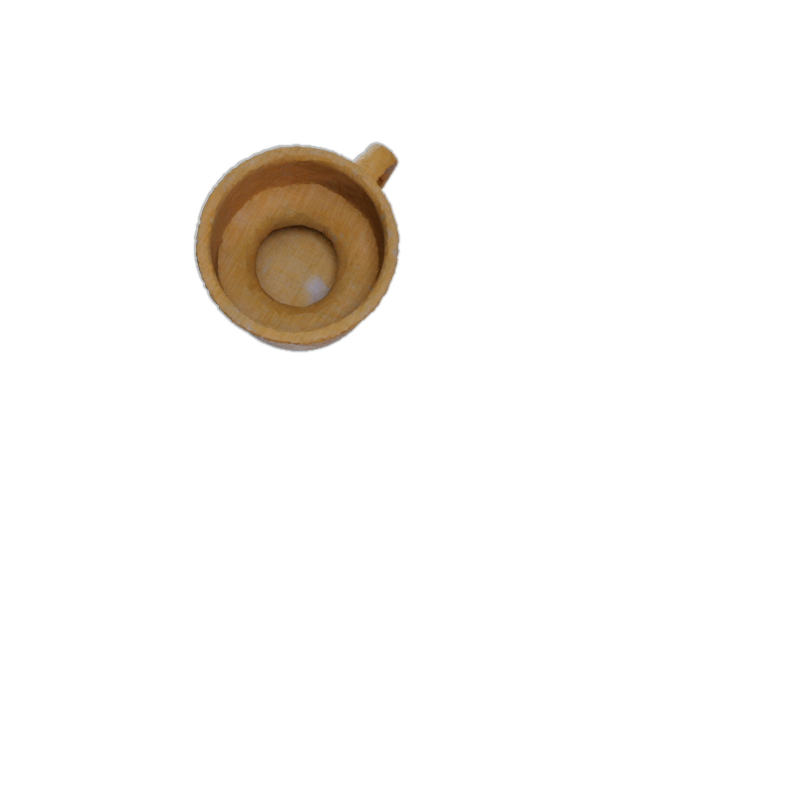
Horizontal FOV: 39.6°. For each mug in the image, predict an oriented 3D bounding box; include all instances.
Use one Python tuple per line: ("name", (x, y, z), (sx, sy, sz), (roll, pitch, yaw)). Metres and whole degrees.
("mug", (-0.043, -0.078, 0.545), (0.095, 0.118, 0.080), (37, -9, 4))
